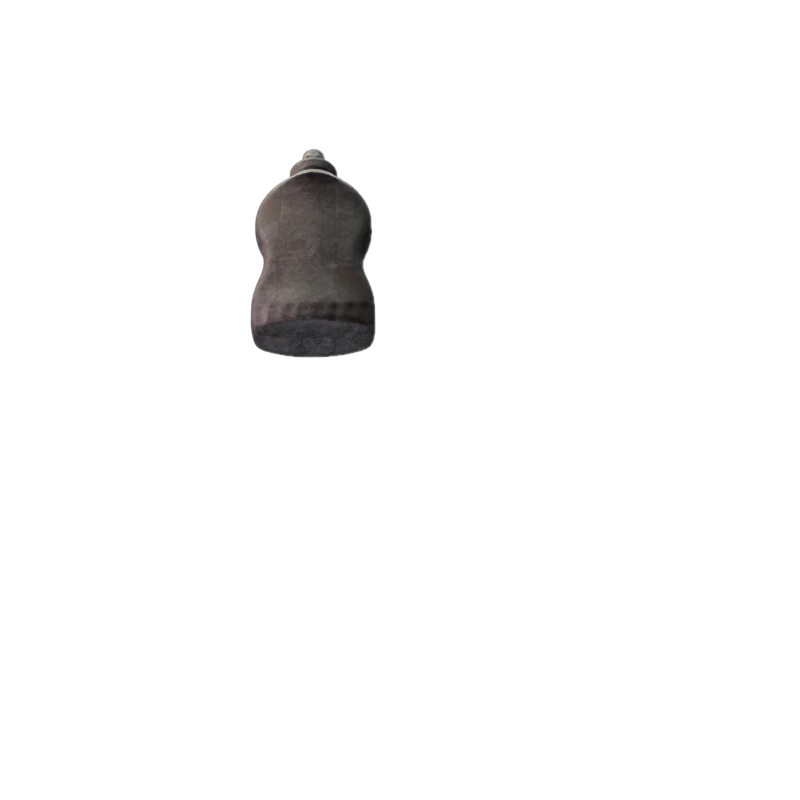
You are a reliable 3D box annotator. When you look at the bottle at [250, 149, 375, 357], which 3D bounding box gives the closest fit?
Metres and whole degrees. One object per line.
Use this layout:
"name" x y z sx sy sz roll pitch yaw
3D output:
"bottle" -0.071 -0.129 0.904 0.096 0.205 0.054 -3 -34 1
